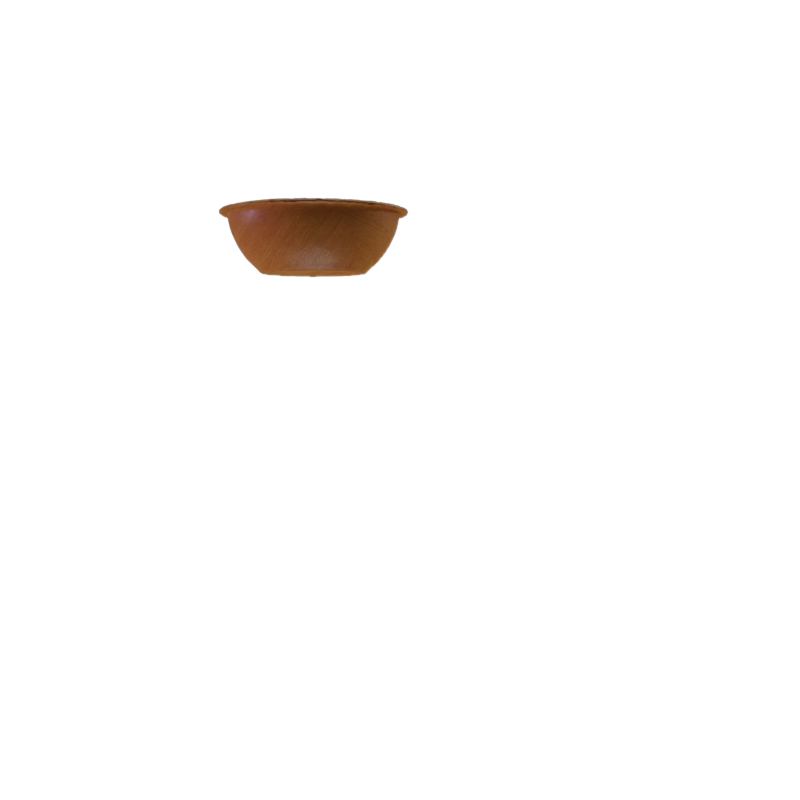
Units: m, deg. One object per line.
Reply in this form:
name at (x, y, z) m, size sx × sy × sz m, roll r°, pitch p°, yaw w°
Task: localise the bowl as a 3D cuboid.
bowl at (-0.074, -0.135, 0.947) m, size 0.162 × 0.055 × 0.162 m, roll 0°, pitch 2°, yaw -2°
